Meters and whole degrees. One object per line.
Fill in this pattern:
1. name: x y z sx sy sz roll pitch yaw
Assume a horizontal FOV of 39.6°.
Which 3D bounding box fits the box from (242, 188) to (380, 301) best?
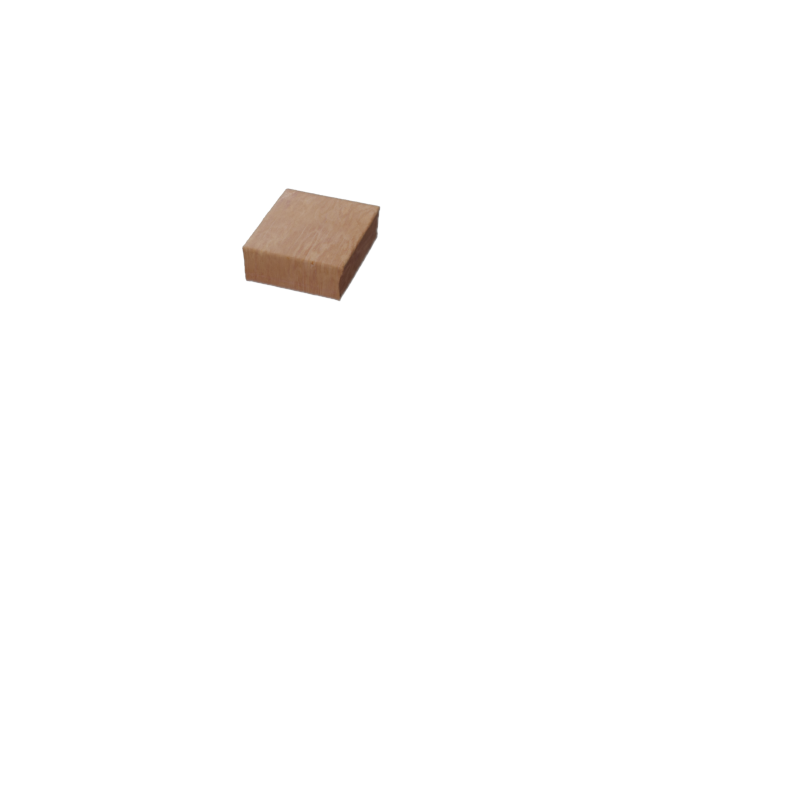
1. box: -0.075 -0.137 0.962 0.092 0.036 0.119 11 40 13
